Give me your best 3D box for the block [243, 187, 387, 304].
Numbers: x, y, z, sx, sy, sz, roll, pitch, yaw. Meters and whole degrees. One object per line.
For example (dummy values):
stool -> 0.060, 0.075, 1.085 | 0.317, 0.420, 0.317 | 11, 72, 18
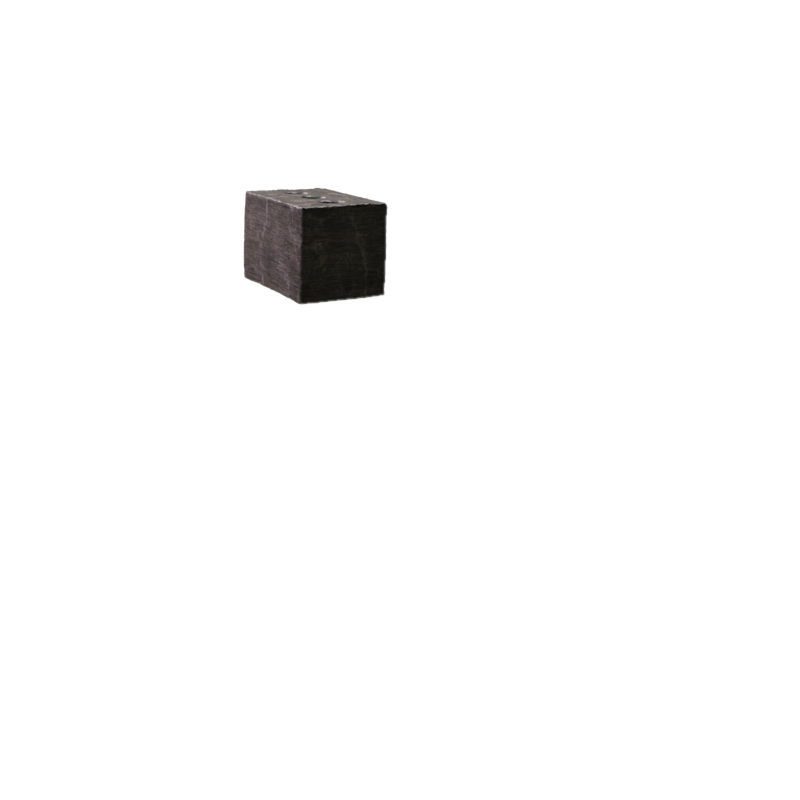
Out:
block -> -0.048, -0.087, 0.609 | 0.051, 0.050, 0.082 | -7, 17, -28
